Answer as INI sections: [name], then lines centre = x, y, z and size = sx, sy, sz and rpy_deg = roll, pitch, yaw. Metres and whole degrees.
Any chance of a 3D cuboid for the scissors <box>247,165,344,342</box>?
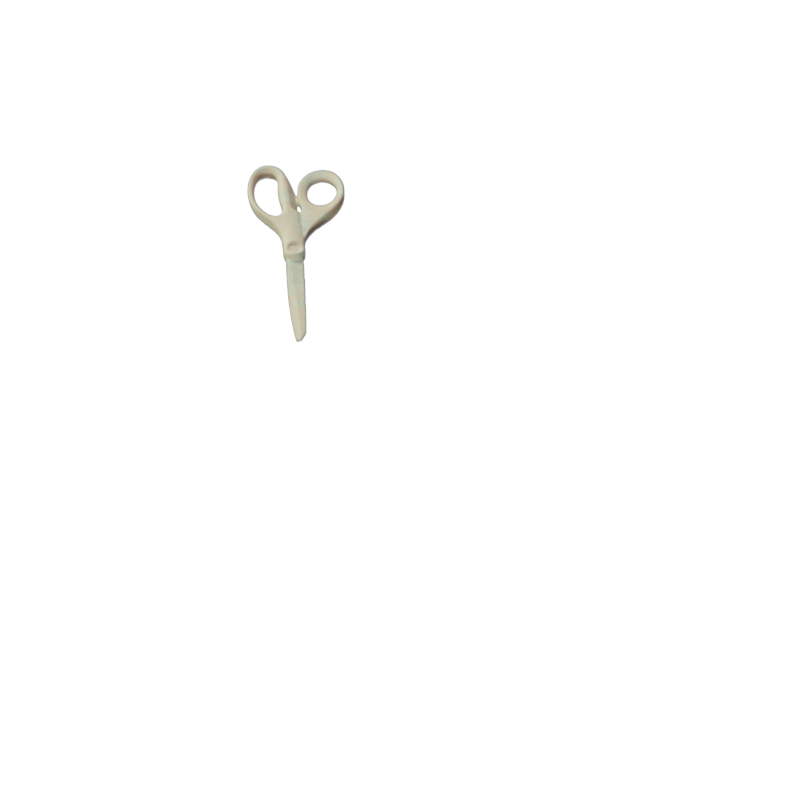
[scissors]
centre = -0.075, -0.137, 0.960
size = 0.095, 0.218, 0.015
rpy_deg = -16, -38, -13
